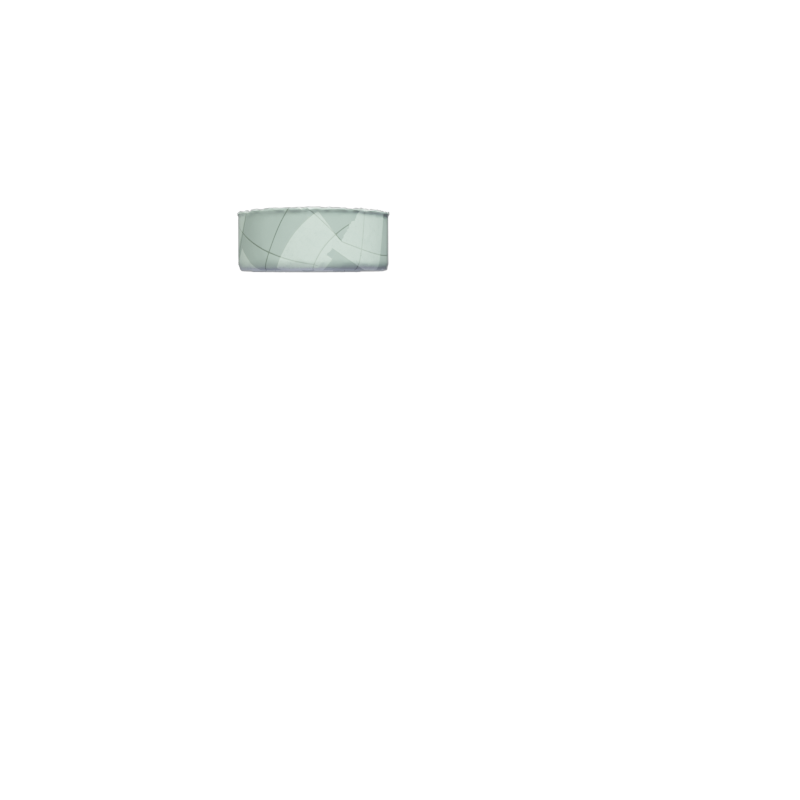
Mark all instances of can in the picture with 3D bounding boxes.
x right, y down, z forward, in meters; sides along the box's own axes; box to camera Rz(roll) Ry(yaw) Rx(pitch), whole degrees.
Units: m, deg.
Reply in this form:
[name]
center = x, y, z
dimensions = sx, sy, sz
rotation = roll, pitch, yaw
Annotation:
[can]
center = -0.049, -0.089, 0.625
dimensions = 0.086, 0.033, 0.086
rotation = 0, 5, -2
